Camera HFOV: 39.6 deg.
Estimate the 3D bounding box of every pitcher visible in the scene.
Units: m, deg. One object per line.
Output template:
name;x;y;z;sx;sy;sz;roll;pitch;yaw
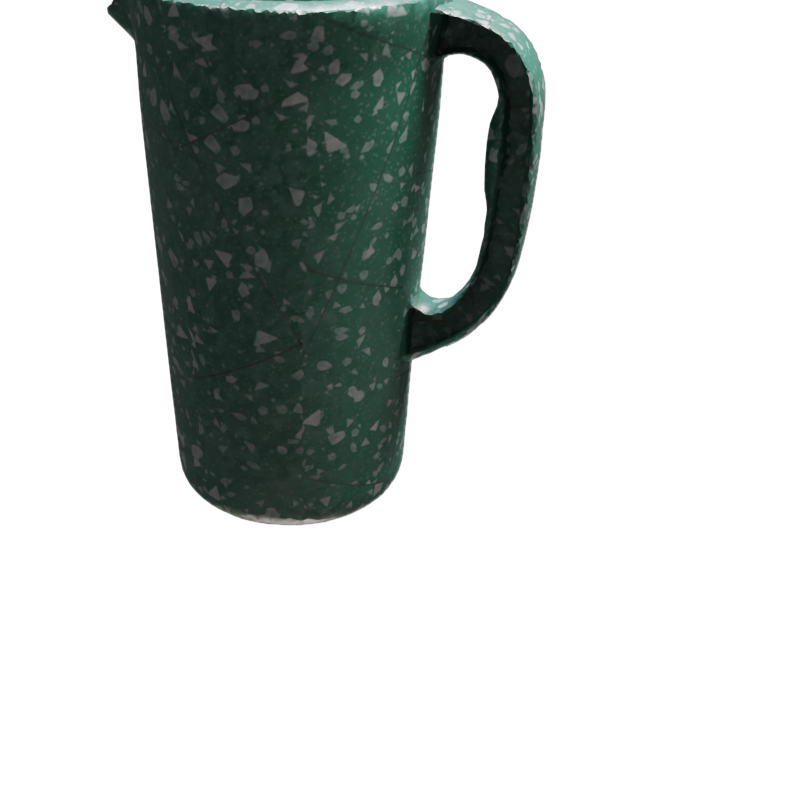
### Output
pitcher;-0.038;-0.070;0.488;0.142;0.230;0.160;-11;29;-25
